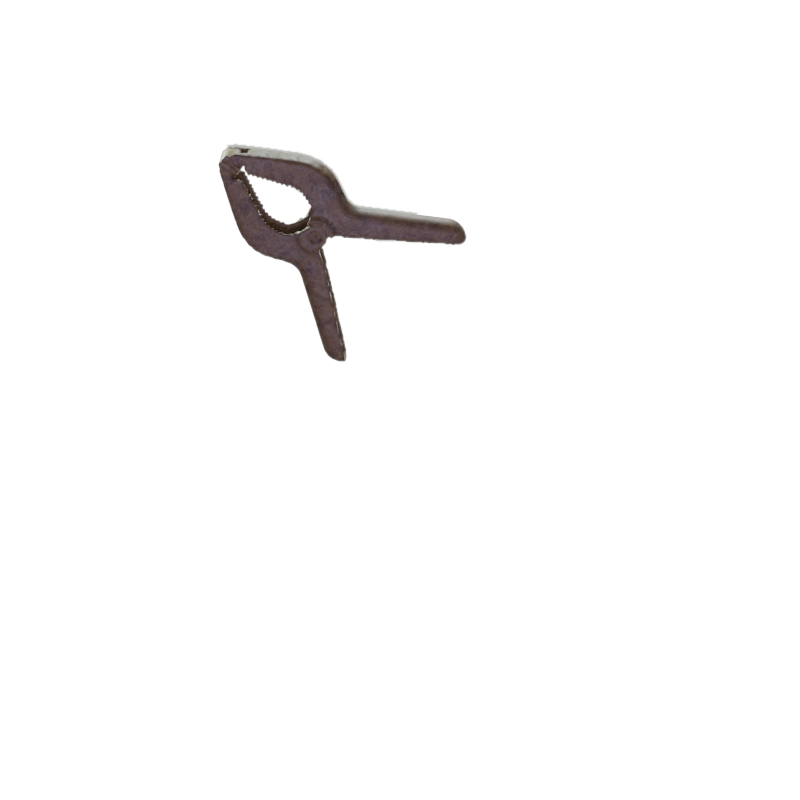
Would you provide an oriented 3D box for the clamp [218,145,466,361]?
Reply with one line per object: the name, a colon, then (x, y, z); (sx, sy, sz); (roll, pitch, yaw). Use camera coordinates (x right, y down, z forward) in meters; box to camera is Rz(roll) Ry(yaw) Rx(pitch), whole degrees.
clamp: (-0.073, -0.134, 0.938); (0.204, 0.161, 0.038); (32, 20, -13)
